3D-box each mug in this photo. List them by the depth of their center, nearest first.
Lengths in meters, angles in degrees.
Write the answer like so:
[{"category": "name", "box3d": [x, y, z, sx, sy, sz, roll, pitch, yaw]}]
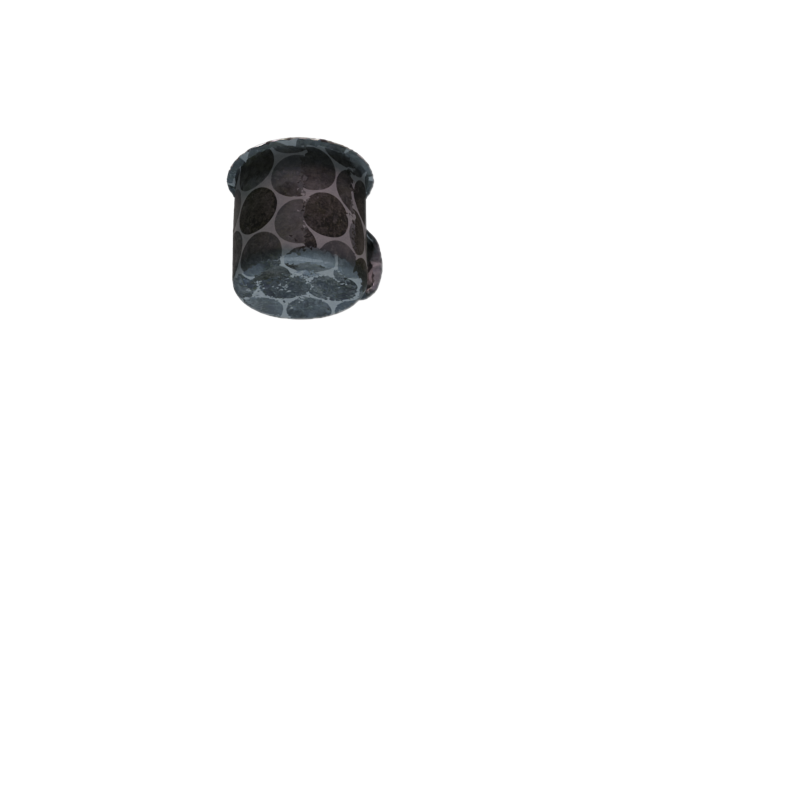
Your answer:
[{"category": "mug", "box3d": [-0.054, -0.099, 0.690, 0.094, 0.087, 0.109, -22, -34, 35]}]
